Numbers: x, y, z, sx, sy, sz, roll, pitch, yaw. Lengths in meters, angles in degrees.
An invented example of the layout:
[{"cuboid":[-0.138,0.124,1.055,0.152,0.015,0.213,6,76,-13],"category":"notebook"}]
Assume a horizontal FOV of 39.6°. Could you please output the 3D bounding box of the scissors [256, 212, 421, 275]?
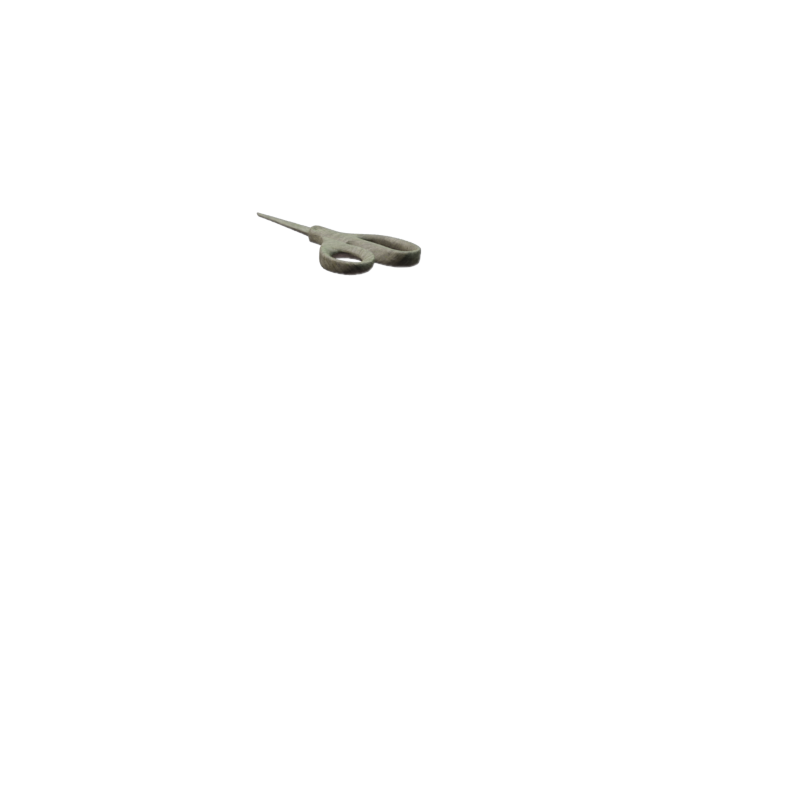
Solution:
[{"cuboid":[-0.078,-0.142,0.993,0.212,0.015,0.096,16,28,32],"category":"scissors"}]
